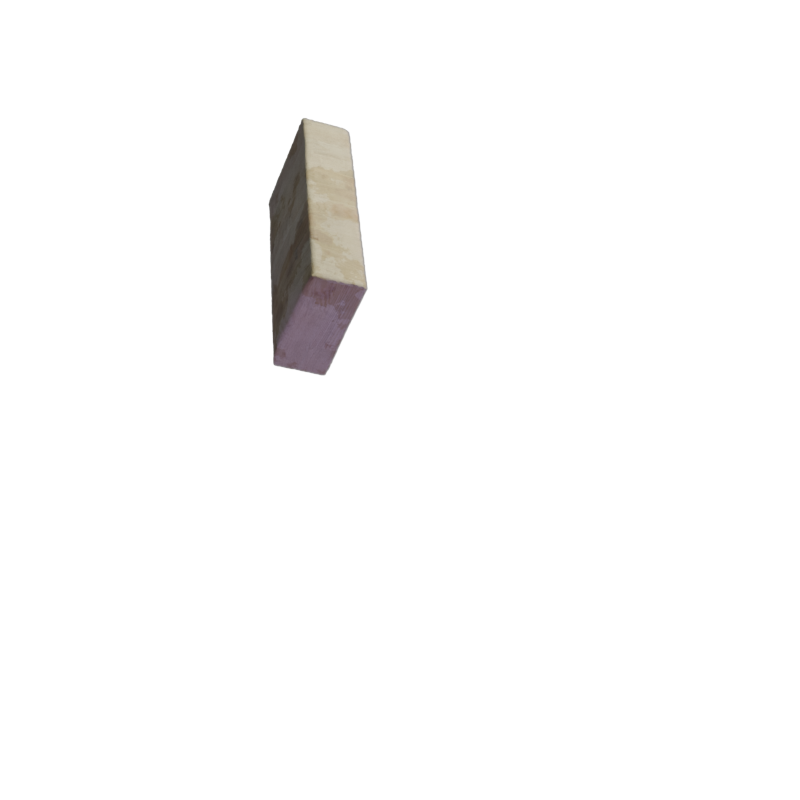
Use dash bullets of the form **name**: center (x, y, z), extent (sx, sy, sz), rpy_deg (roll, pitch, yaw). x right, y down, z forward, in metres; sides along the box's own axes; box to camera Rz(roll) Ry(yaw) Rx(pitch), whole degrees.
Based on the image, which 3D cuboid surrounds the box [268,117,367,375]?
- **box**: center (-0.063, -0.115, 0.805), extent (0.047, 0.189, 0.089), rpy_deg (13, -46, -17)
